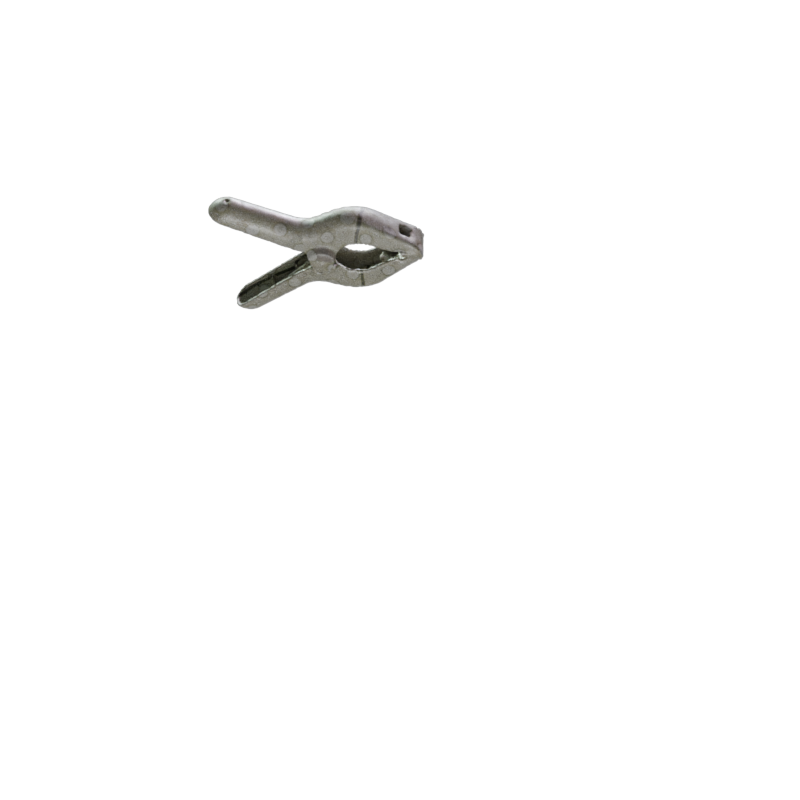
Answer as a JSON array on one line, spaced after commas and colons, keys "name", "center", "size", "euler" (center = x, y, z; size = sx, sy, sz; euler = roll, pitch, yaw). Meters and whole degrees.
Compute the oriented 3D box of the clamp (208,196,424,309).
[{"name": "clamp", "center": [-0.070, -0.128, 0.895], "size": [0.173, 0.042, 0.111], "euler": [-10, -36, 13]}]
